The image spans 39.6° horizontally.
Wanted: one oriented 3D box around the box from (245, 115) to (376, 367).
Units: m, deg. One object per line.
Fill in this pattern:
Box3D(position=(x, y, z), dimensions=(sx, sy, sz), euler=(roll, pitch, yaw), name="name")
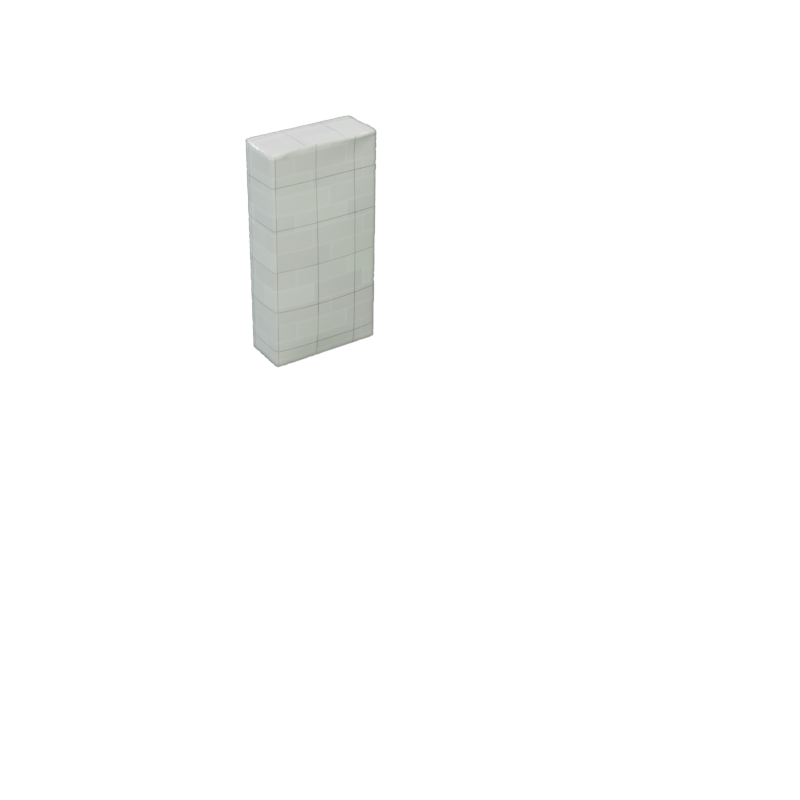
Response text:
Box3D(position=(-0.066, -0.120, 0.841), dimensions=(0.092, 0.166, 0.052), euler=(-18, 37, -30), name="box")
